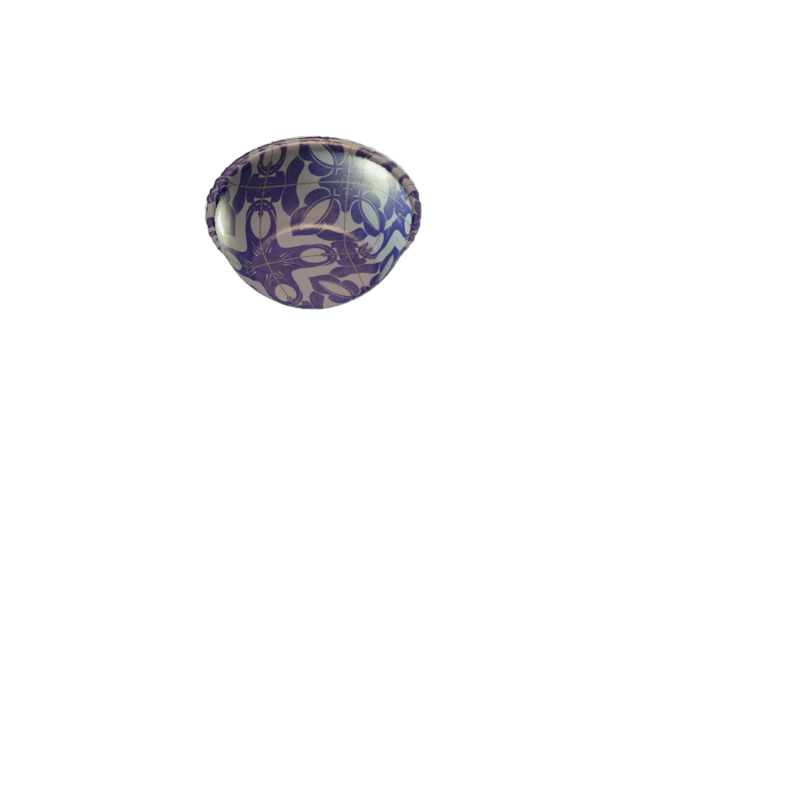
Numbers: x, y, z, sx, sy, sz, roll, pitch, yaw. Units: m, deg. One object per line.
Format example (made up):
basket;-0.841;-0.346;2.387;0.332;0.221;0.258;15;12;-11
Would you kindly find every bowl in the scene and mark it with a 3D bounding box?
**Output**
bowl;-0.063;-0.116;0.810;0.162;0.059;0.151;1;-39;-1
